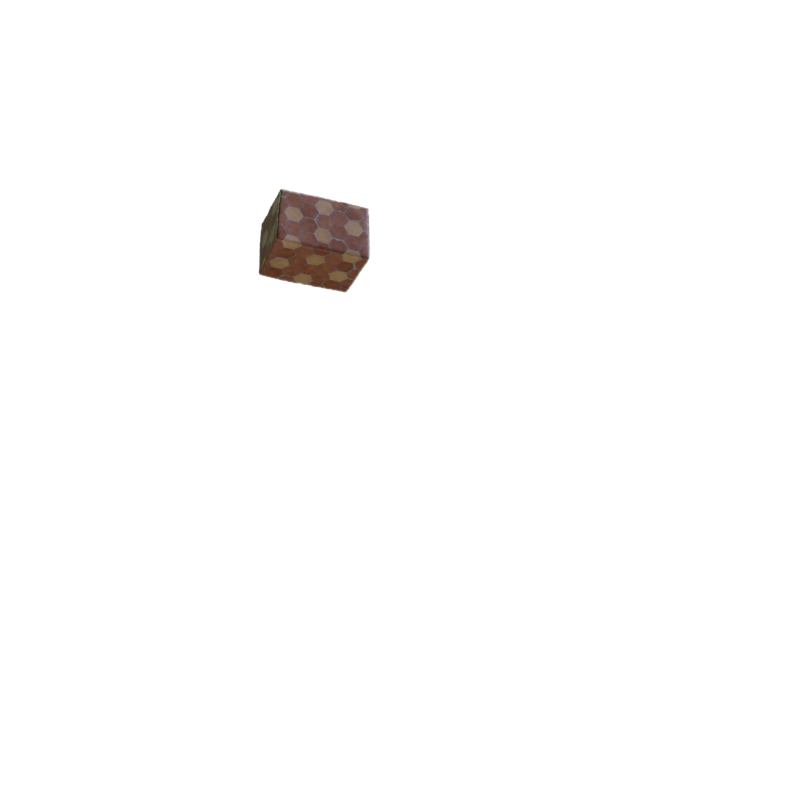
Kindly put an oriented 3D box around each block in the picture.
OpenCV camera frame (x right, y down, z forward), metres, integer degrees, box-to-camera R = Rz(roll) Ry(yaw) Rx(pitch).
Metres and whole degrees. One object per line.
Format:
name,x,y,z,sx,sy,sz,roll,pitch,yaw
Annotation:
block,-0.069,-0.126,0.885,0.076,0.055,0.051,11,-35,-18
